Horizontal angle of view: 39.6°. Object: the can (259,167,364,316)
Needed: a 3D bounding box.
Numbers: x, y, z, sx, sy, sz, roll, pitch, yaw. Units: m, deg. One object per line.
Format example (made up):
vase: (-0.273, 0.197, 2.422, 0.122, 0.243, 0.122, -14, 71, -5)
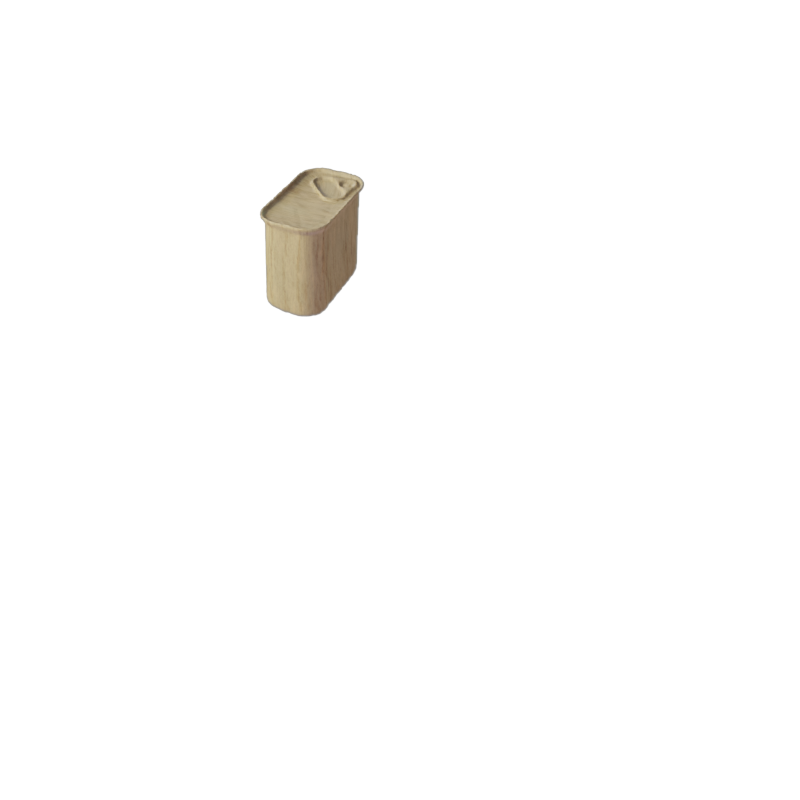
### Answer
can: (-0.071, -0.129, 0.904, 0.059, 0.078, 0.105, 14, 37, 17)
